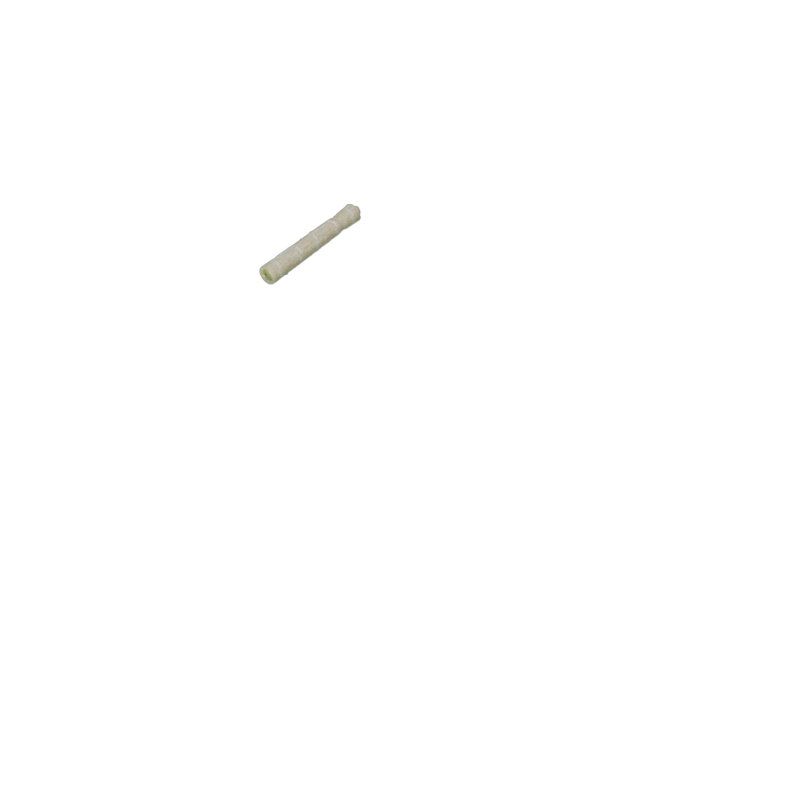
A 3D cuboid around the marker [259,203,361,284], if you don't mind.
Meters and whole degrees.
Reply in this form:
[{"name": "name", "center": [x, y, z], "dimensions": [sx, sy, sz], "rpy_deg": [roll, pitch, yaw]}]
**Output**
[{"name": "marker", "center": [-0.078, -0.143, 0.999], "dimensions": [0.021, 0.019, 0.122], "rpy_deg": [4, 37, 48]}]
